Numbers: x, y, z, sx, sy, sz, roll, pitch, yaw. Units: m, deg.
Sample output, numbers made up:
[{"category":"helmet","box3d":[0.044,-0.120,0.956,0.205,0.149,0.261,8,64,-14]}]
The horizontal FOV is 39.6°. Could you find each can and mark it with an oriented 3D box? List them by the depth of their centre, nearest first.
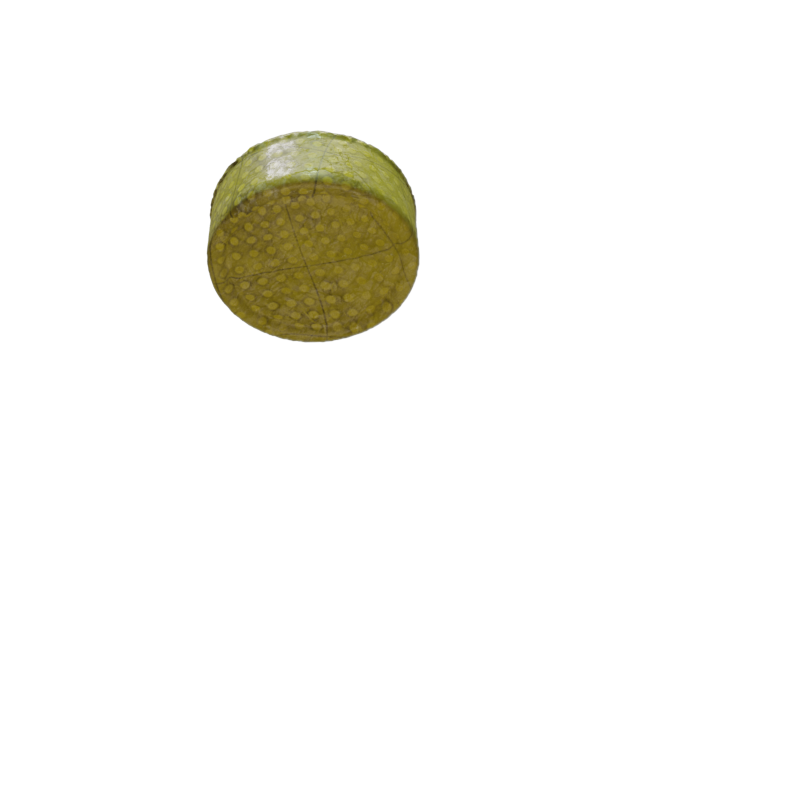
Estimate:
[{"category":"can","box3d":[-0.035,-0.064,0.449,0.086,0.080,0.036,1,42,-1]}]
